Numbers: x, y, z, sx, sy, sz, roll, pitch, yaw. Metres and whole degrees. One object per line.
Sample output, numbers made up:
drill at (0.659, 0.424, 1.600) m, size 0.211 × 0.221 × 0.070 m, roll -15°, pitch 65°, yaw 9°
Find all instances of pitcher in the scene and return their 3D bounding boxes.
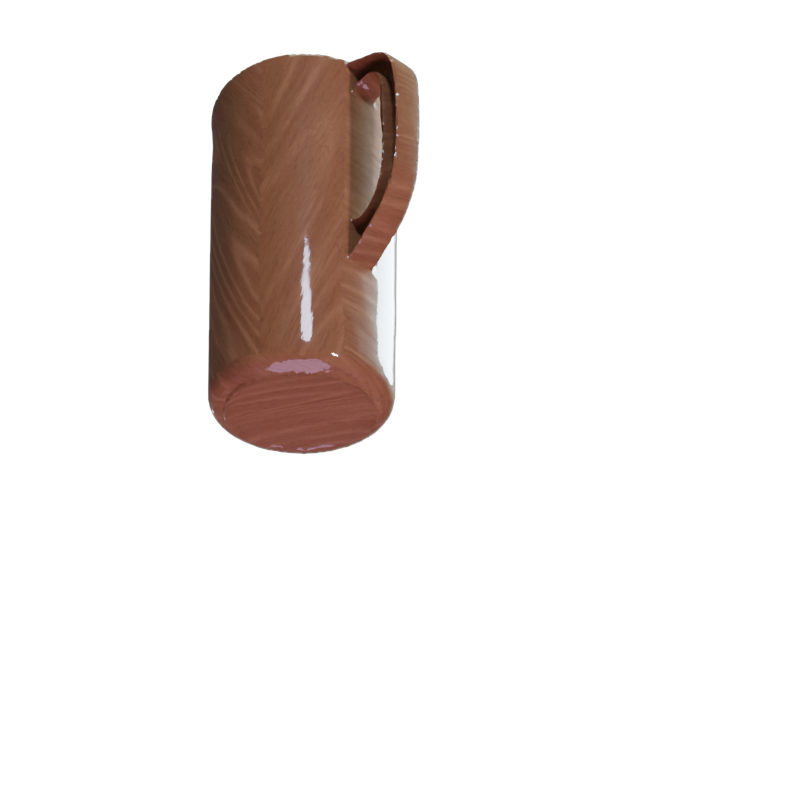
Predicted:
pitcher at (-0.055, -0.100, 0.700) m, size 0.145 × 0.260 × 0.138 m, roll -4°, pitch -37°, yaw 2°
